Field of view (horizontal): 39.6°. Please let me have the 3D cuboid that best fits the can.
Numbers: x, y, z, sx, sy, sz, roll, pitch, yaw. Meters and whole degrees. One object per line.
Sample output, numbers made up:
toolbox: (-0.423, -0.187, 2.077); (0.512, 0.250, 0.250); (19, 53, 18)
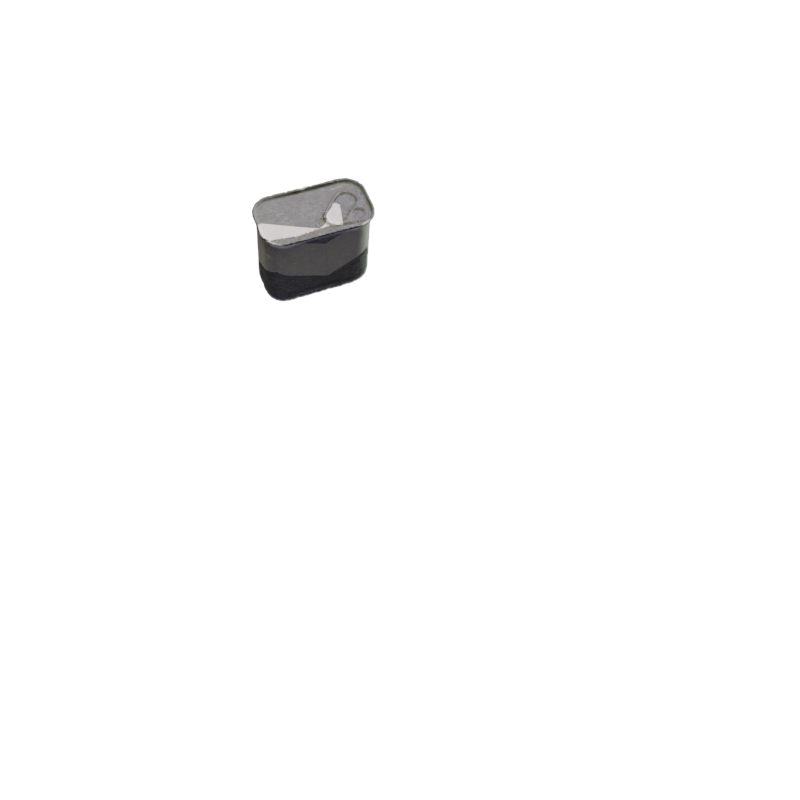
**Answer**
can: (-0.076, -0.139, 0.976); (0.101, 0.062, 0.078); (-16, -33, -13)
